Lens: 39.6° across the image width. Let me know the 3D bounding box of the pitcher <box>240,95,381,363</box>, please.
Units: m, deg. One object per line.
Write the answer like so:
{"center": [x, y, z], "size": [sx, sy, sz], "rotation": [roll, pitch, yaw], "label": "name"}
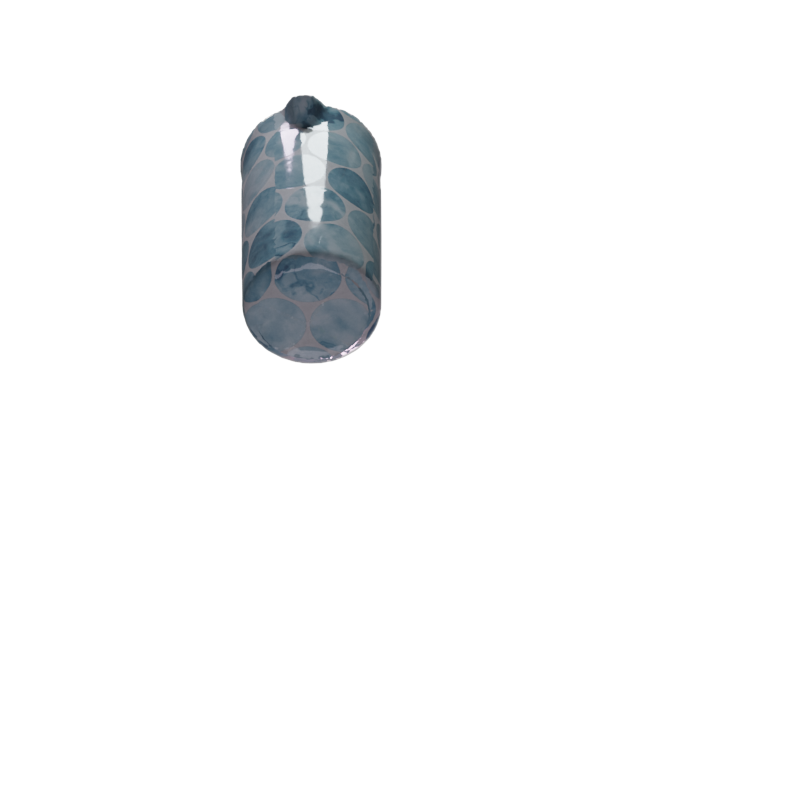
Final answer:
{"center": [-0.075, -0.137, 0.957], "size": [0.141, 0.260, 0.143], "rotation": [35, -62, -26], "label": "pitcher"}
